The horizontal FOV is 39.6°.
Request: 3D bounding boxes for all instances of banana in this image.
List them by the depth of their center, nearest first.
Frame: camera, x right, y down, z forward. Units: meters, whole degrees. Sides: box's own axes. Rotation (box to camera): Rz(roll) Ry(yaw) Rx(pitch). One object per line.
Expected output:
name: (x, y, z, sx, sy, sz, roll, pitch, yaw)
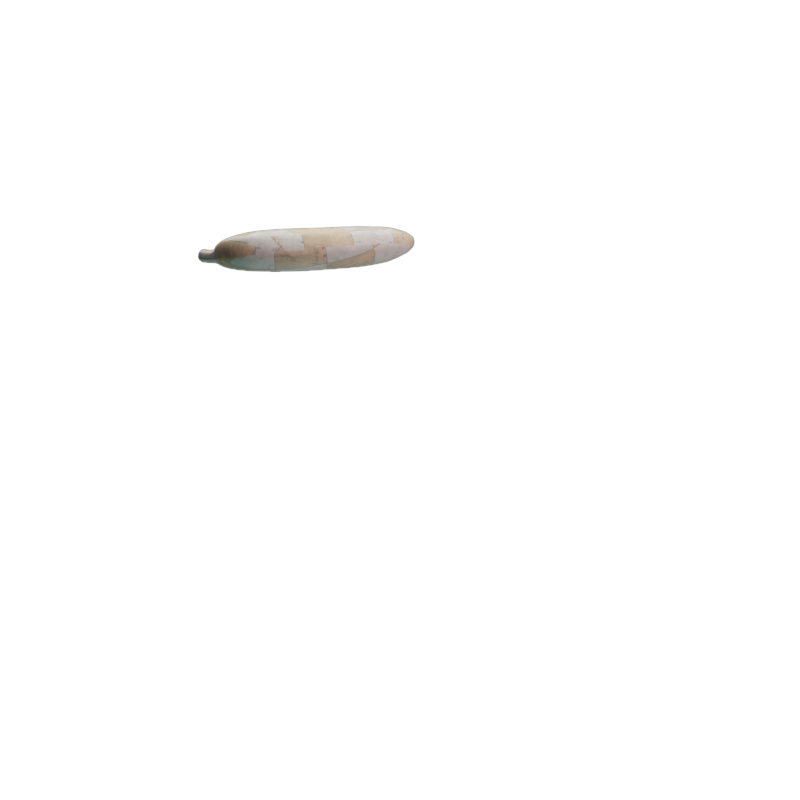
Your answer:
banana: (-0.077, -0.136, 0.978, 0.195, 0.035, 0.073, -3, 18, -9)
